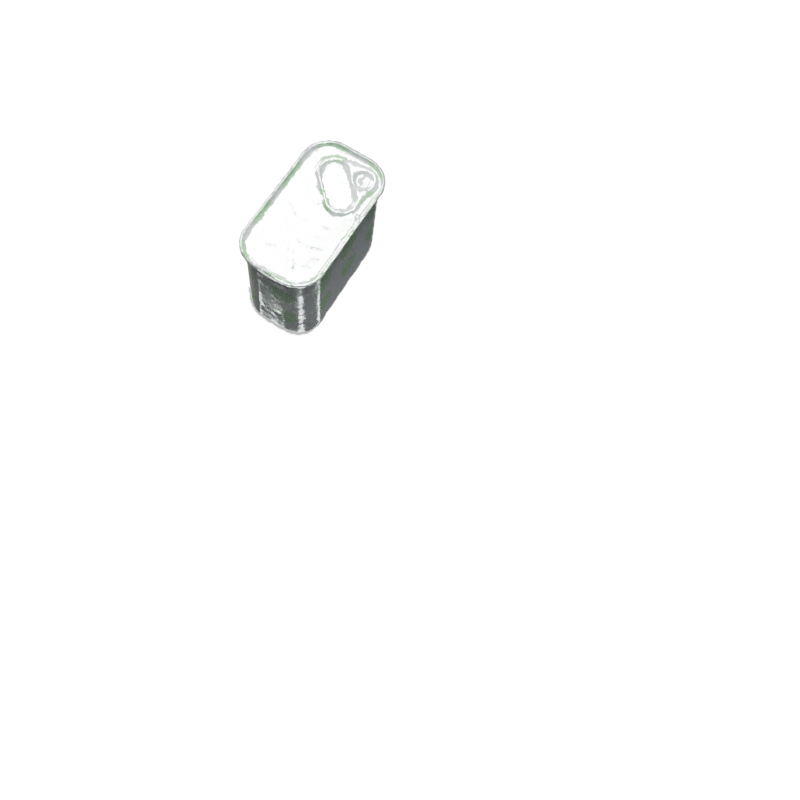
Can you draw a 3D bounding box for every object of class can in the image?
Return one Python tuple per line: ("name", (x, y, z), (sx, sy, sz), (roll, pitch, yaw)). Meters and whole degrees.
("can", (-0.056, -0.102, 0.711), (0.059, 0.104, 0.079), (30, -21, 9))
